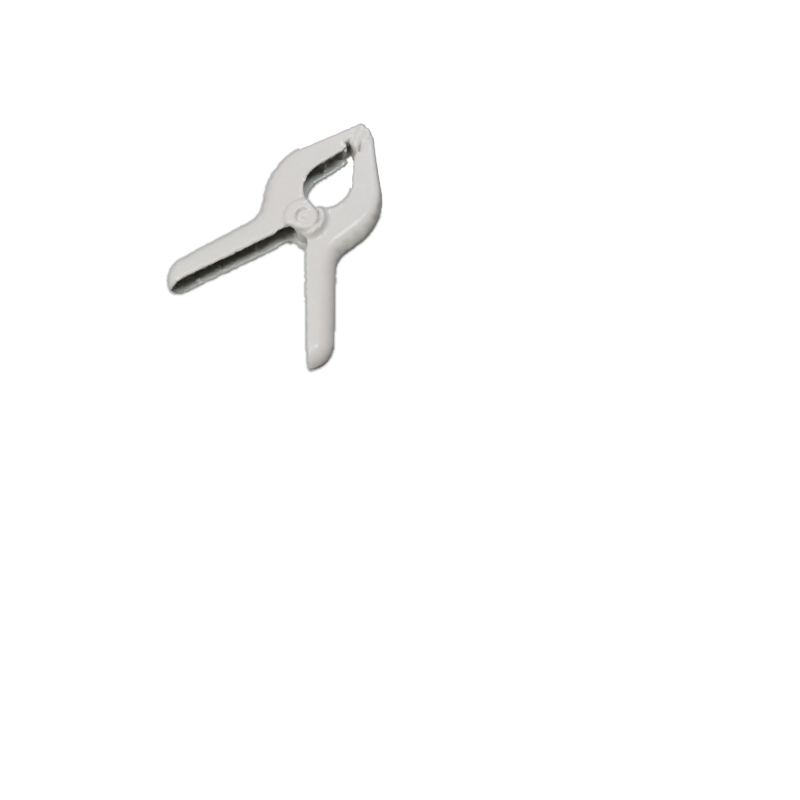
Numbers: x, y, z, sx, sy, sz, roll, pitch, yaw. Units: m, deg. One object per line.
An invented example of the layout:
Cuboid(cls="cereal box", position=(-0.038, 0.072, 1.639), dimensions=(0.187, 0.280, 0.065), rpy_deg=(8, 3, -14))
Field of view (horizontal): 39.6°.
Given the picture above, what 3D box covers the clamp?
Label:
Cuboid(cls="clamp", position=(-0.058, -0.105, 0.736), dimensions=(0.124, 0.174, 0.038), rpy_deg=(37, -14, 10))
